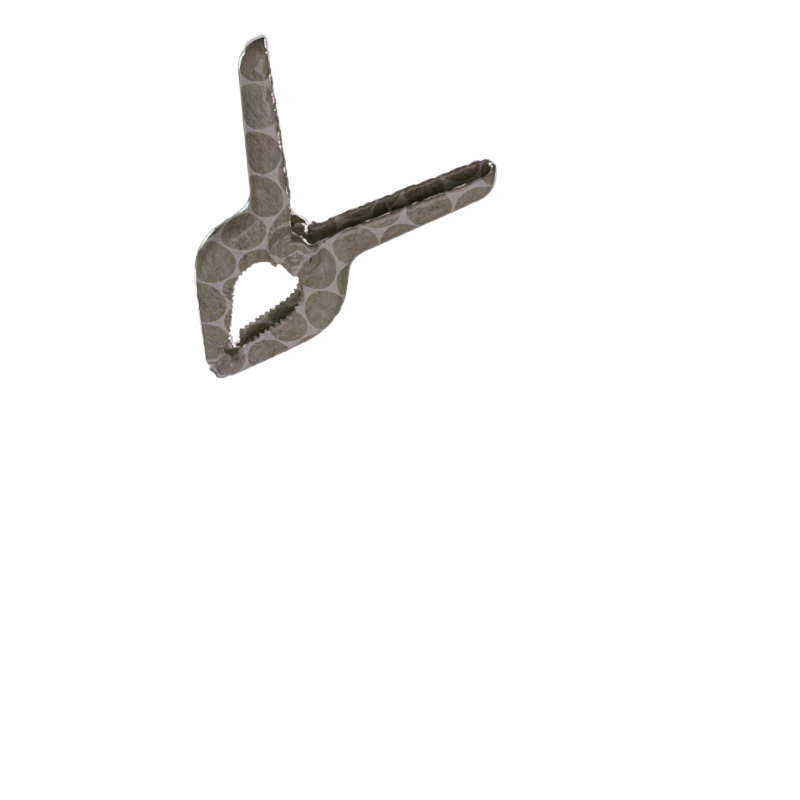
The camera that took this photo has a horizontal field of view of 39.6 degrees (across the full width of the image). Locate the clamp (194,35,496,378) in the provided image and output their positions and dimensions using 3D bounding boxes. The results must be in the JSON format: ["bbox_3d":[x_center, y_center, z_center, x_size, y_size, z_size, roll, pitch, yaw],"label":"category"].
[{"bbox_3d":[-0.052,-0.095,0.663,0.161,0.203,0.039,22,27,-12],"label":"clamp"}]
